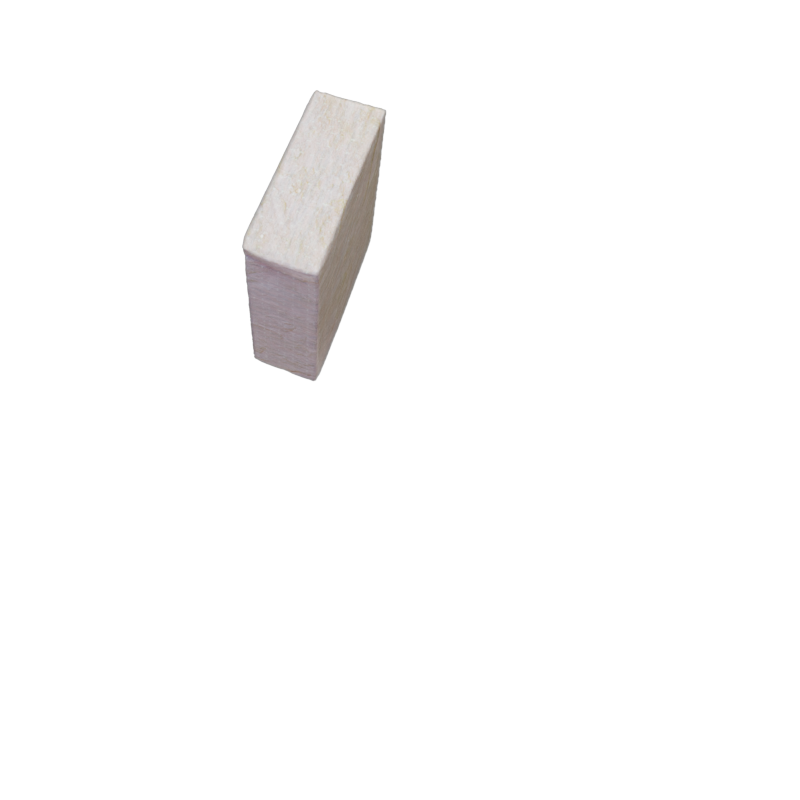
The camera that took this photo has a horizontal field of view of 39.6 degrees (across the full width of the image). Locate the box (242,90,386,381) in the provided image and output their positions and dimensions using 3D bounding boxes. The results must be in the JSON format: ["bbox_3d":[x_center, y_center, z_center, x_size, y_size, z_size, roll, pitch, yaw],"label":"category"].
[{"bbox_3d":[-0.075,-0.137,0.957,0.073,0.171,0.202,18,-24,4],"label":"box"}]
